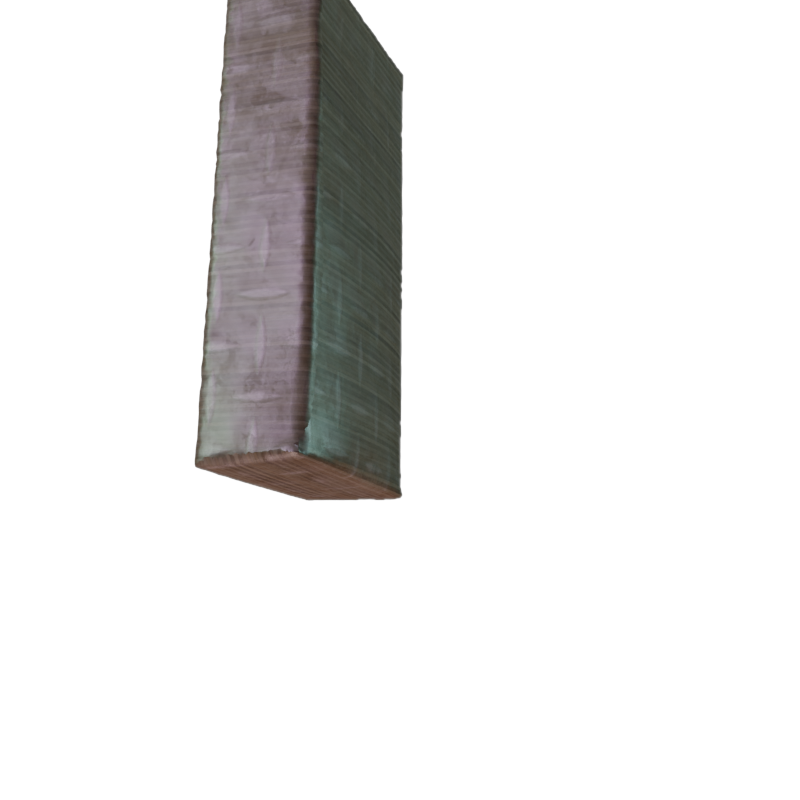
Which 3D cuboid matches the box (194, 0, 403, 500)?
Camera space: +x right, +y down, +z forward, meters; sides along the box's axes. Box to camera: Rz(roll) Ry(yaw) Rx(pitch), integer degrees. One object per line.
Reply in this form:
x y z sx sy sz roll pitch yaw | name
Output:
-0.032 -0.058 0.406 0.049 0.185 0.088 -8 -20 19 | box
